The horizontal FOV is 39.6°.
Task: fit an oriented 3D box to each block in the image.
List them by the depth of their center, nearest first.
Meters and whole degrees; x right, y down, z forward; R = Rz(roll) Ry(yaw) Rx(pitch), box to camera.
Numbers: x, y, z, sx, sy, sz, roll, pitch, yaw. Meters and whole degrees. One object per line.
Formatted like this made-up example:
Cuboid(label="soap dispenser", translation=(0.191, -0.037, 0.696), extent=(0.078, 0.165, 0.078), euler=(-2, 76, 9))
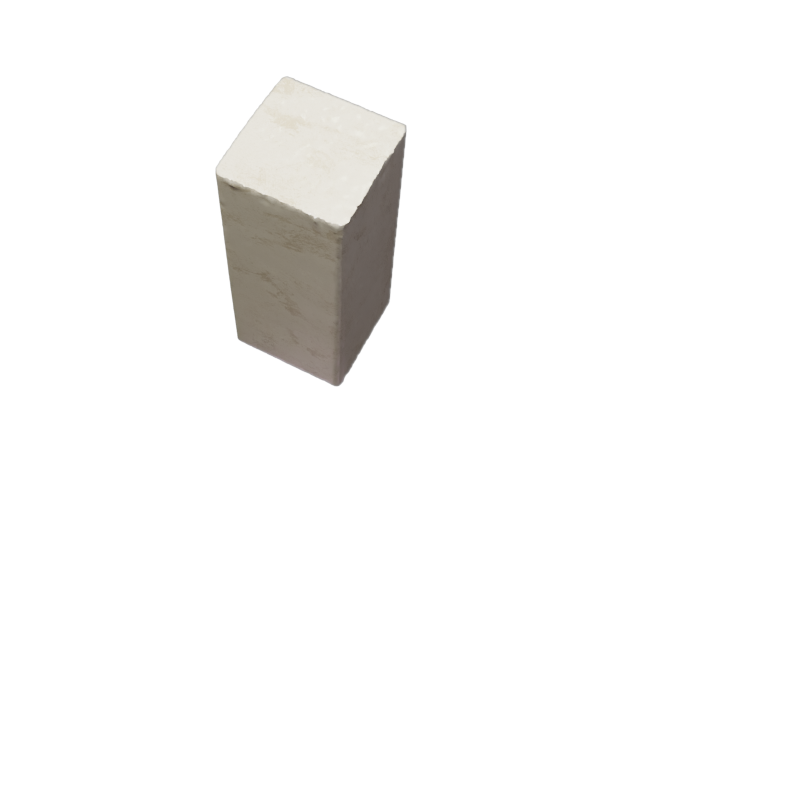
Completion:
Cuboid(label="block", translation=(-0.059, -0.107, 0.753), extent=(0.093, 0.093, 0.194), euler=(25, -27, 10))
